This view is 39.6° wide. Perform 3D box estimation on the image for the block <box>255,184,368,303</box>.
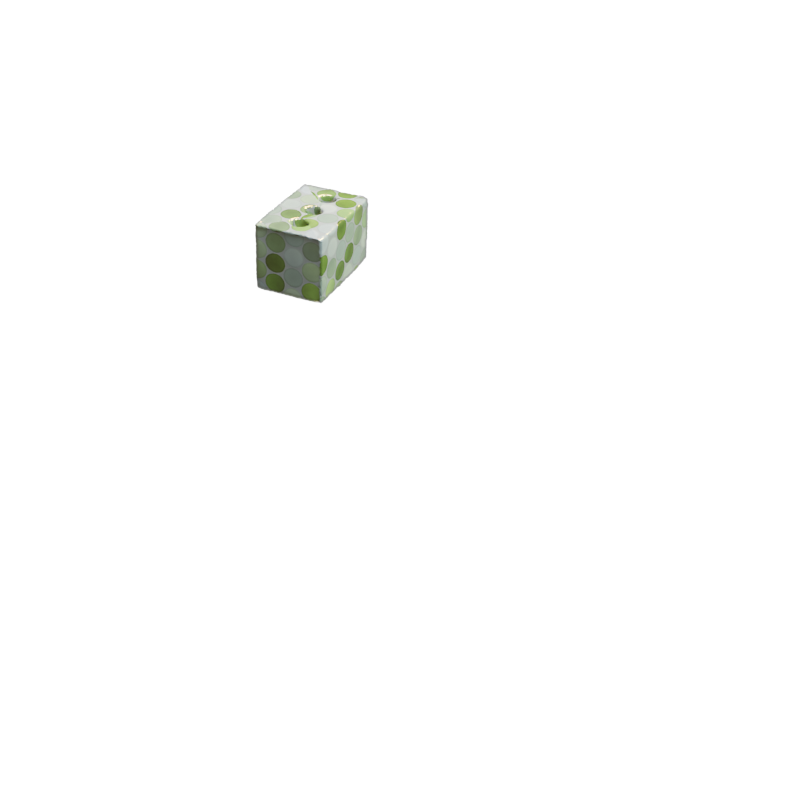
[{"bbox_3d":[-0.062,-0.112,0.787,0.055,0.048,0.080,13,34,19],"label":"block"}]
